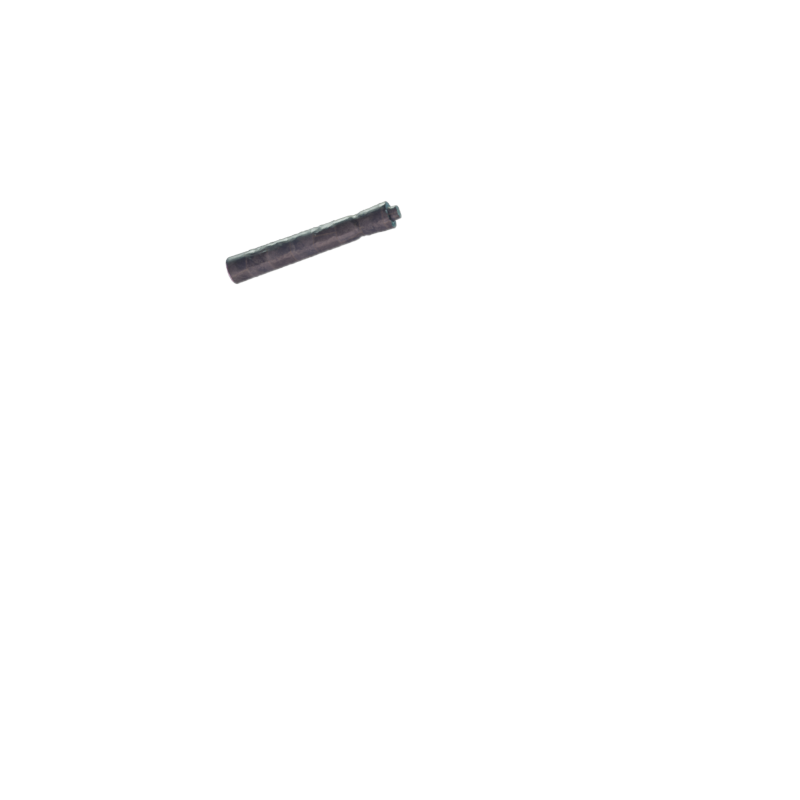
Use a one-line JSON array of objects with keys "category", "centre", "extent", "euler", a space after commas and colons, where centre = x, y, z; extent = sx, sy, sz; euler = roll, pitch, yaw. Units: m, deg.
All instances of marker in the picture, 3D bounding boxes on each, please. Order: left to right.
[{"category": "marker", "centre": [-0.057, -0.103, 0.724], "extent": [0.122, 0.020, 0.019], "euler": [-17, -1, 16]}]
